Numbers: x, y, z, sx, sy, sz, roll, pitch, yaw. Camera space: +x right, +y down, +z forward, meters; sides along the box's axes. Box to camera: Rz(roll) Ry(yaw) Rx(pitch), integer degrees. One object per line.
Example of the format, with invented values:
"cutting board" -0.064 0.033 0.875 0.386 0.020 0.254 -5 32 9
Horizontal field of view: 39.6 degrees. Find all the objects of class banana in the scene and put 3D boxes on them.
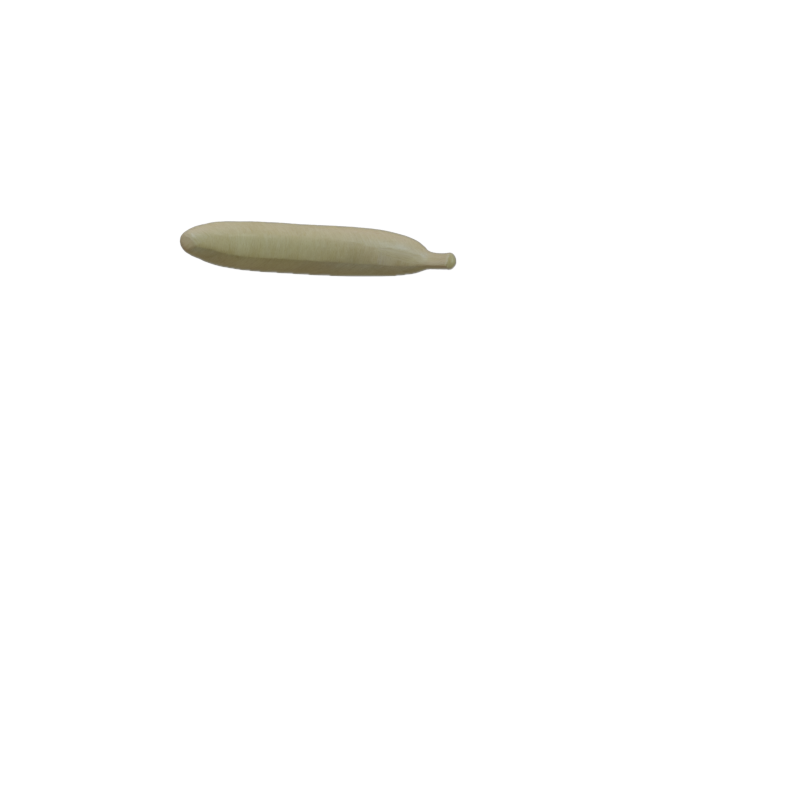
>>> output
"banana" -0.063 -0.111 0.803 0.194 0.037 0.070 1 -5 -14
